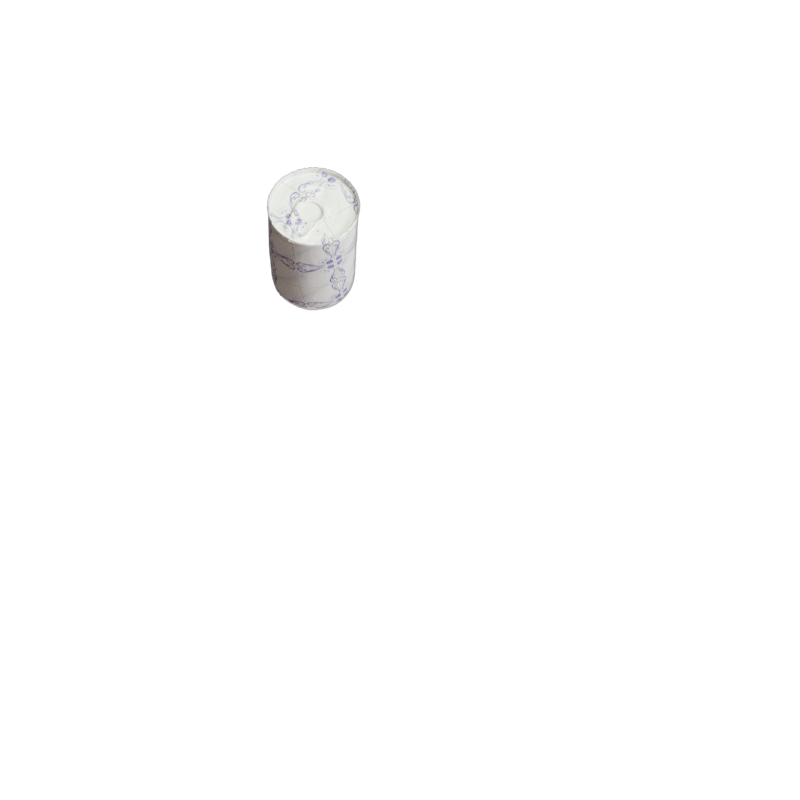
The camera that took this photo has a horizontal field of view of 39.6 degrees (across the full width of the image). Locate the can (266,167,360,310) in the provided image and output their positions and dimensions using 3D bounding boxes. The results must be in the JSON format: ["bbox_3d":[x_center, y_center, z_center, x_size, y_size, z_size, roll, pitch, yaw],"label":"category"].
[{"bbox_3d":[-0.066,-0.121,0.847,0.068,0.073,0.096,0,-27,-3],"label":"can"}]
